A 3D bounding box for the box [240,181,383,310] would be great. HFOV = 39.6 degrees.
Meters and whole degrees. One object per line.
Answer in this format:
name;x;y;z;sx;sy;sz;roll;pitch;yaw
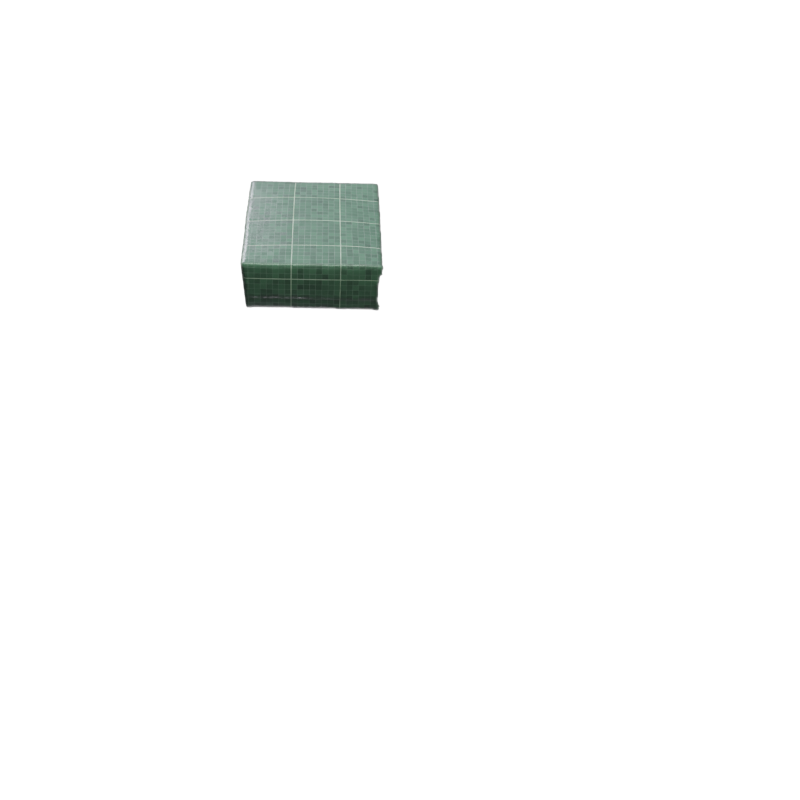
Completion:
box;-0.058;-0.106;0.742;0.090;0.036;0.121;-1;39;-1
